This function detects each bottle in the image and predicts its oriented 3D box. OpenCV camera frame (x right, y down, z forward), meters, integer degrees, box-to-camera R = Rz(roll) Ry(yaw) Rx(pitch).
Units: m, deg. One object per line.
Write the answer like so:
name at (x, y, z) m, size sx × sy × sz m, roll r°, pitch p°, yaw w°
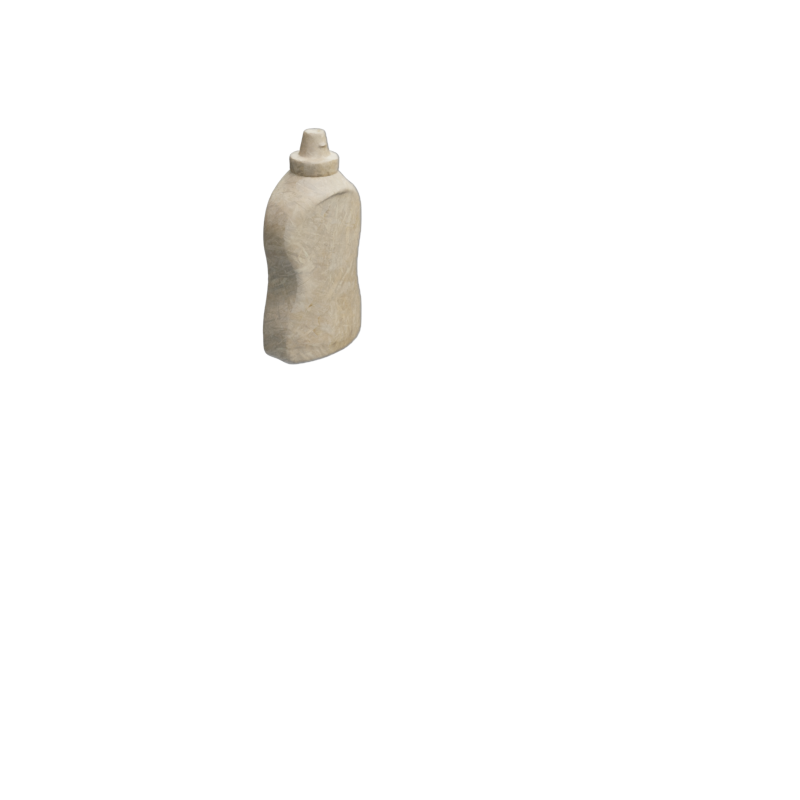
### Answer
bottle at (-0.072, -0.132, 0.926) m, size 0.062 × 0.183 × 0.095 m, roll 20°, pitch 29°, yaw 39°
